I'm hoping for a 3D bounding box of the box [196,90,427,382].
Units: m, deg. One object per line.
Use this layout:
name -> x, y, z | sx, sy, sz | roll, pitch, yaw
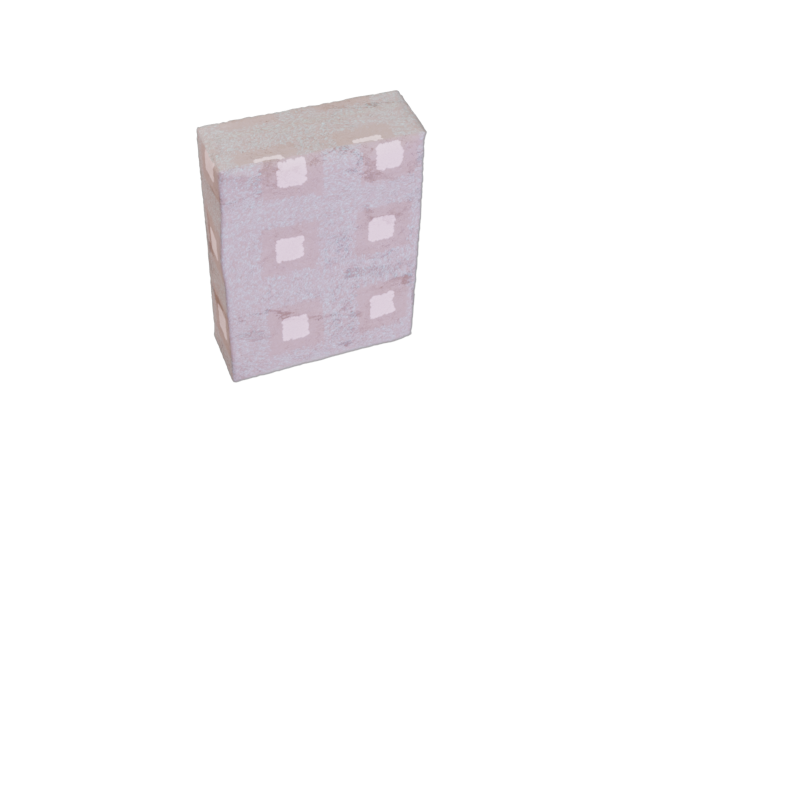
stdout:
box -> -0.069, -0.126, 0.882 | 0.162, 0.199, 0.078 | -14, 46, -16
